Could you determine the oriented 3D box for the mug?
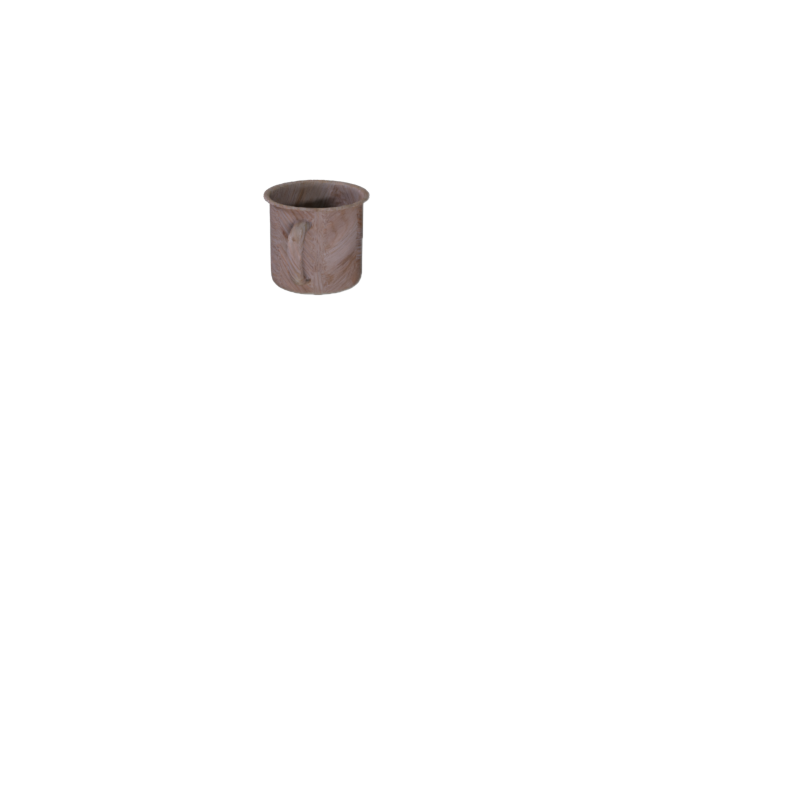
[{"bbox_3d":[-0.076,-0.138,0.968,0.095,0.078,0.121,5,24,9],"label":"mug"}]
